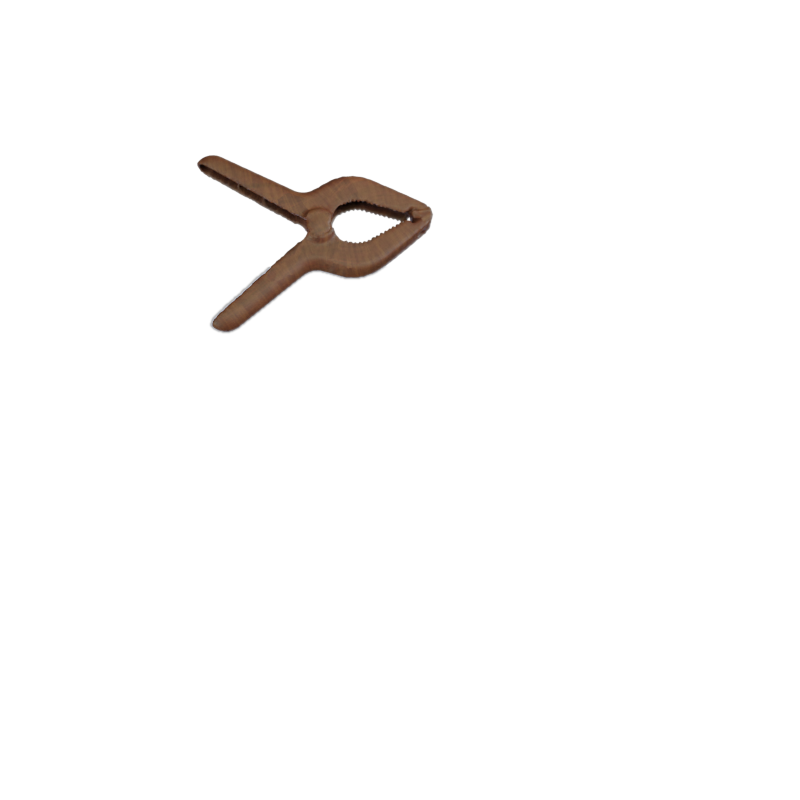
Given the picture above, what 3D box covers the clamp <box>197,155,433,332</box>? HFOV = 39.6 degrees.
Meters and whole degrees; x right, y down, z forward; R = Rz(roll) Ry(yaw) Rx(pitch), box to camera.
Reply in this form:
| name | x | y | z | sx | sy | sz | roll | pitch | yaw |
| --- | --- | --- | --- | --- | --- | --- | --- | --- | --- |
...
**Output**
| name | x | y | z | sx | sy | sz | roll | pitch | yaw |
| --- | --- | --- | --- | --- | --- | --- | --- | --- | --- |
| clamp | -0.076 | -0.140 | 0.977 | 0.210 | 0.172 | 0.035 | 0 | -19 | 0 |
